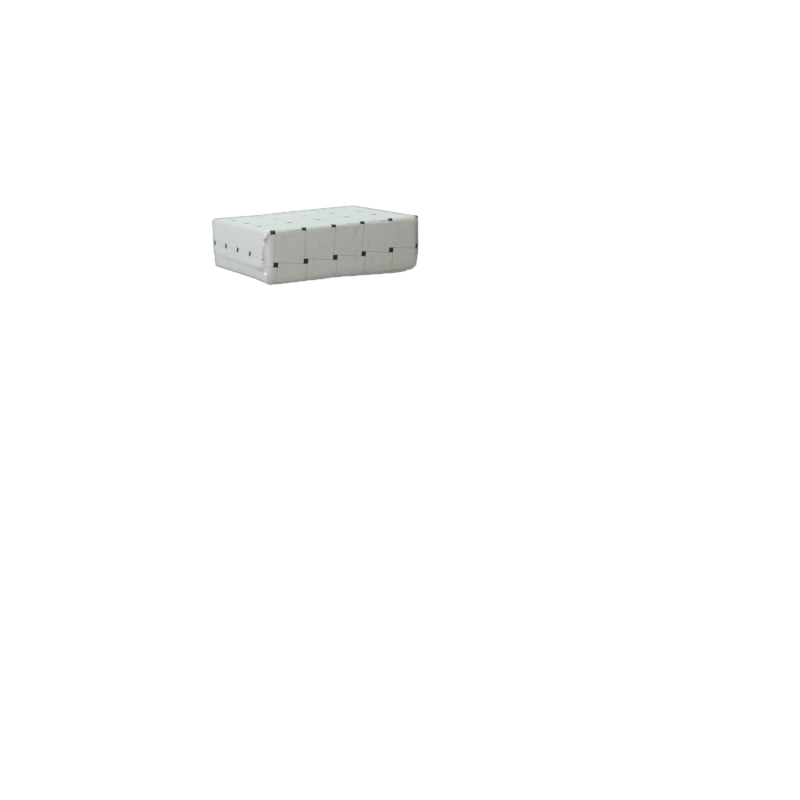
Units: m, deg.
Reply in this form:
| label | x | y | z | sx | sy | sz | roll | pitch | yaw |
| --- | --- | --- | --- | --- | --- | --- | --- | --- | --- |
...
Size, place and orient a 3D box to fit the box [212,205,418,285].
| label | x | y | z | sx | sy | sz | roll | pitch | yaw |
| --- | --- | --- | --- | --- | --- | --- | --- | --- | --- |
| box | -0.058 | -0.105 | 0.738 | 0.110 | 0.038 | 0.095 | -8 | 17 | -28 |
